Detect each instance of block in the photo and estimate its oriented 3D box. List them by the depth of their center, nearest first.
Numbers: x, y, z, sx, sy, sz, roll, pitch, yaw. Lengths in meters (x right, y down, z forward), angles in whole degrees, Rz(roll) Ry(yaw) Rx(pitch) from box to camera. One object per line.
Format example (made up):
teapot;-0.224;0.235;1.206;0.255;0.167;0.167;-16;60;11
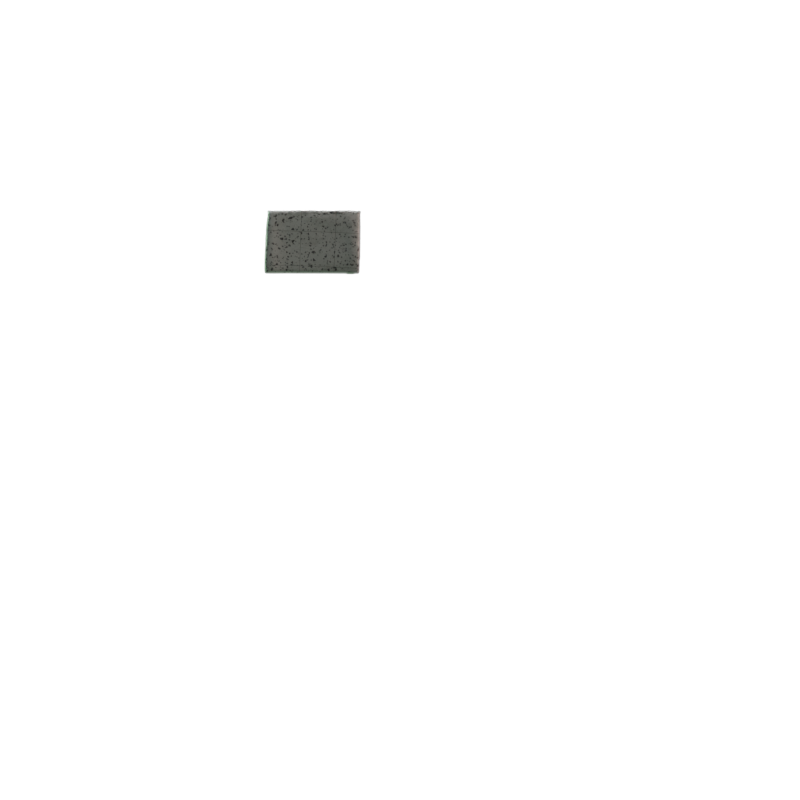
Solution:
block;-0.072;-0.131;0.919;0.078;0.051;0.053;0;5;0
